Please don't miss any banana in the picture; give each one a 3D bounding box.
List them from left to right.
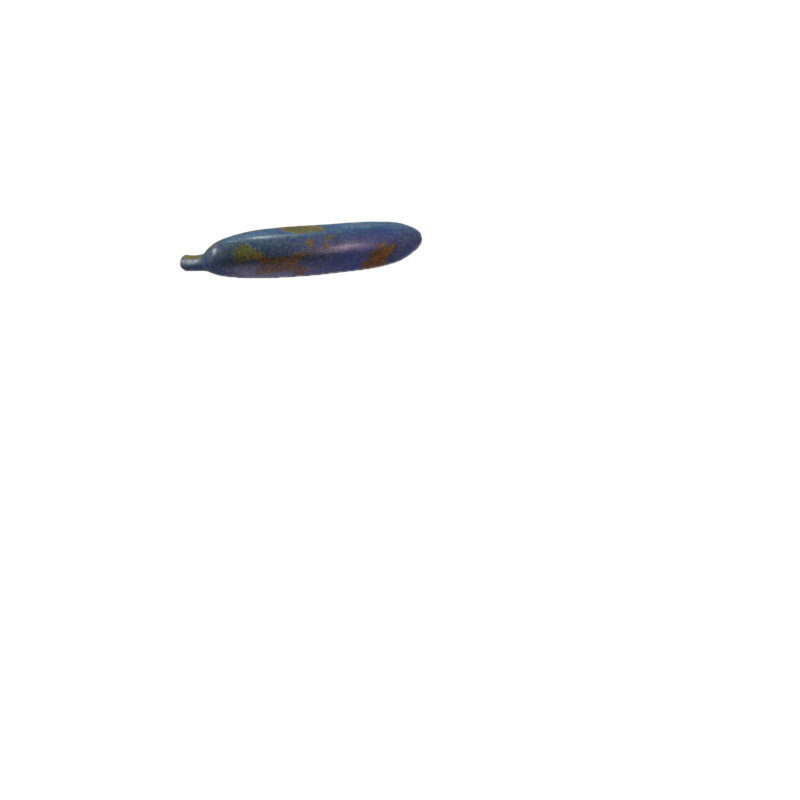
[{"bbox_3d":[-0.063,-0.116,0.837,0.193,0.036,0.073,-7,18,-20],"label":"banana"}]
